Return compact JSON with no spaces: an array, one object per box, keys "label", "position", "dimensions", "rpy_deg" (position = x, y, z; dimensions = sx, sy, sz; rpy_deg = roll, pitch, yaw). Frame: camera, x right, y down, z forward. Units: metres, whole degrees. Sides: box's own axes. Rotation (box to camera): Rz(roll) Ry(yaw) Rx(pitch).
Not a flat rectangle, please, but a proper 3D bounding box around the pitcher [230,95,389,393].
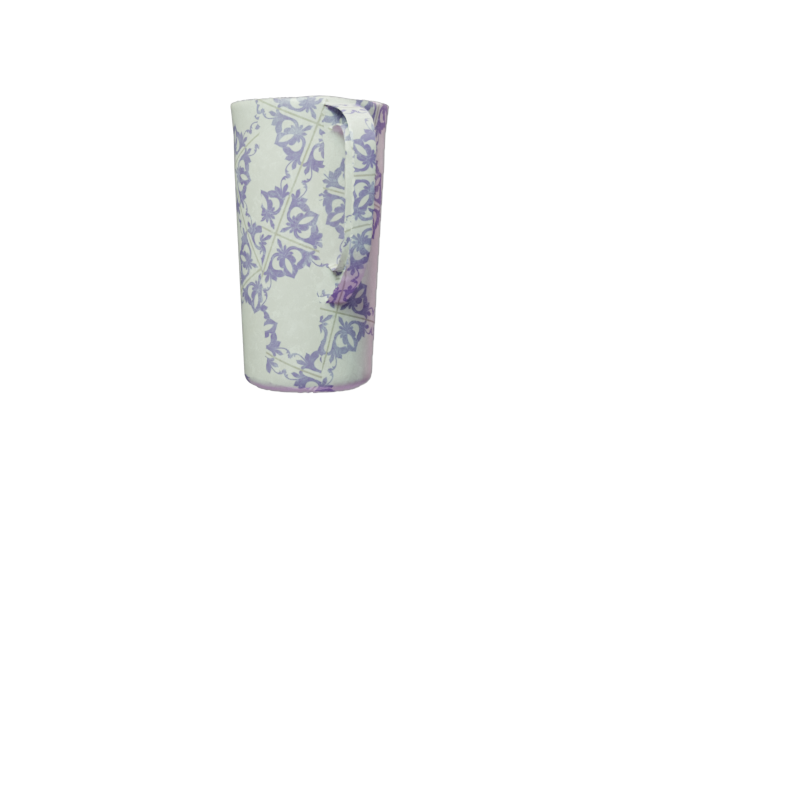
[{"label":"pitcher","position":[-0.072,-0.132,0.922],"dimensions":[0.148,0.242,0.146],"rpy_deg":[1,3,18]}]
